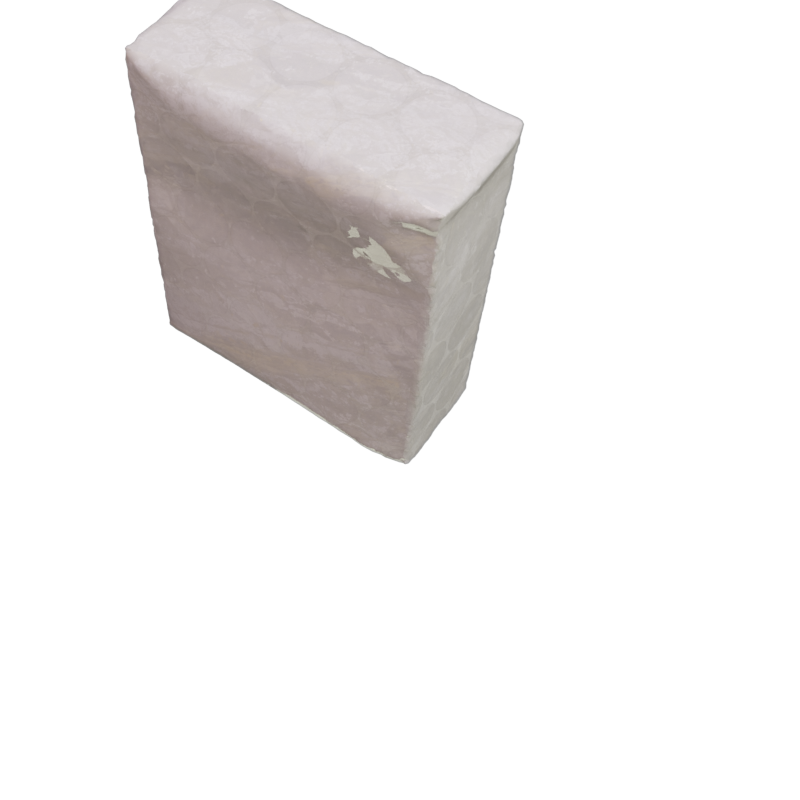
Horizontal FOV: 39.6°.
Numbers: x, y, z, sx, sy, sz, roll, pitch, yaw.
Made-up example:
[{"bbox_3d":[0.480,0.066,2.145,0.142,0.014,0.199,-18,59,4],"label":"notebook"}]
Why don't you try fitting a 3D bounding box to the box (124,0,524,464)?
[{"bbox_3d":[-0.042,-0.077,0.539,0.171,0.074,0.200,31,-29,17],"label":"box"}]
